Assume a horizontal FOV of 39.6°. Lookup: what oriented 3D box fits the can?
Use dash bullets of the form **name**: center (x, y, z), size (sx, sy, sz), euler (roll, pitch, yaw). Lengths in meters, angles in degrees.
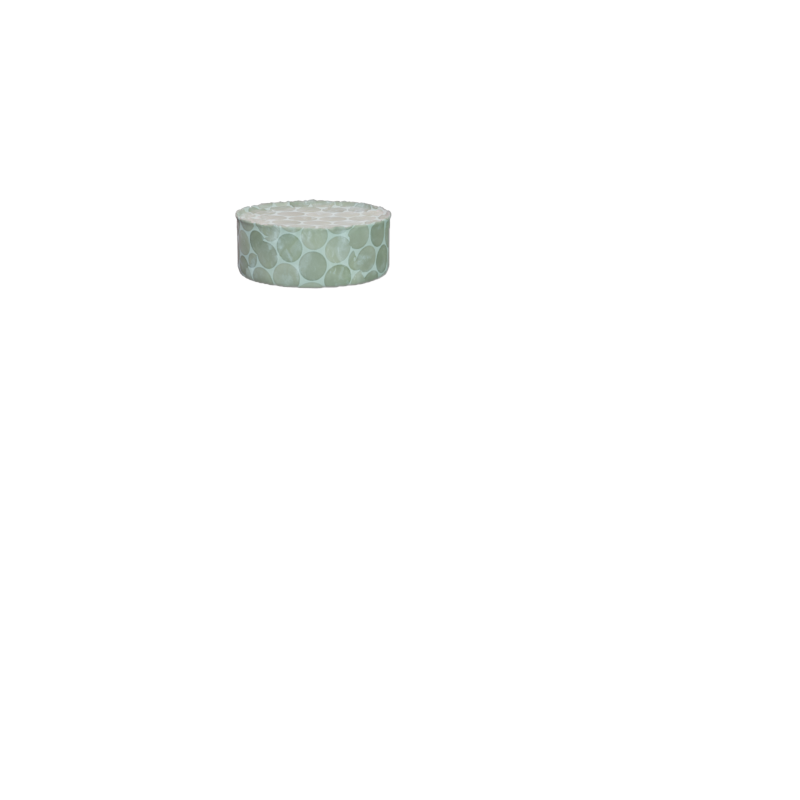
- **can**: center (-0.048, -0.087, 0.612), size (0.086, 0.032, 0.089), euler (-1, 18, -2)
